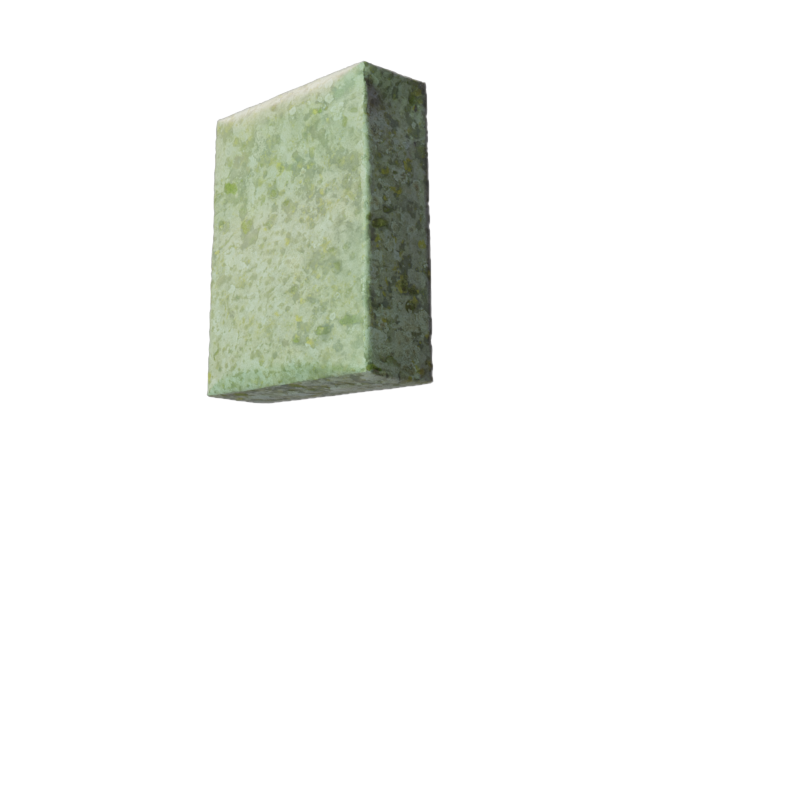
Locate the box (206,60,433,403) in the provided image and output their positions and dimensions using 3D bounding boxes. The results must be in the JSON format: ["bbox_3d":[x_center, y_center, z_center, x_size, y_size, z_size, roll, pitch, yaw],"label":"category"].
[{"bbox_3d":[-0.061,-0.112,0.782,0.168,0.221,0.068,-11,-16,43],"label":"box"}]
